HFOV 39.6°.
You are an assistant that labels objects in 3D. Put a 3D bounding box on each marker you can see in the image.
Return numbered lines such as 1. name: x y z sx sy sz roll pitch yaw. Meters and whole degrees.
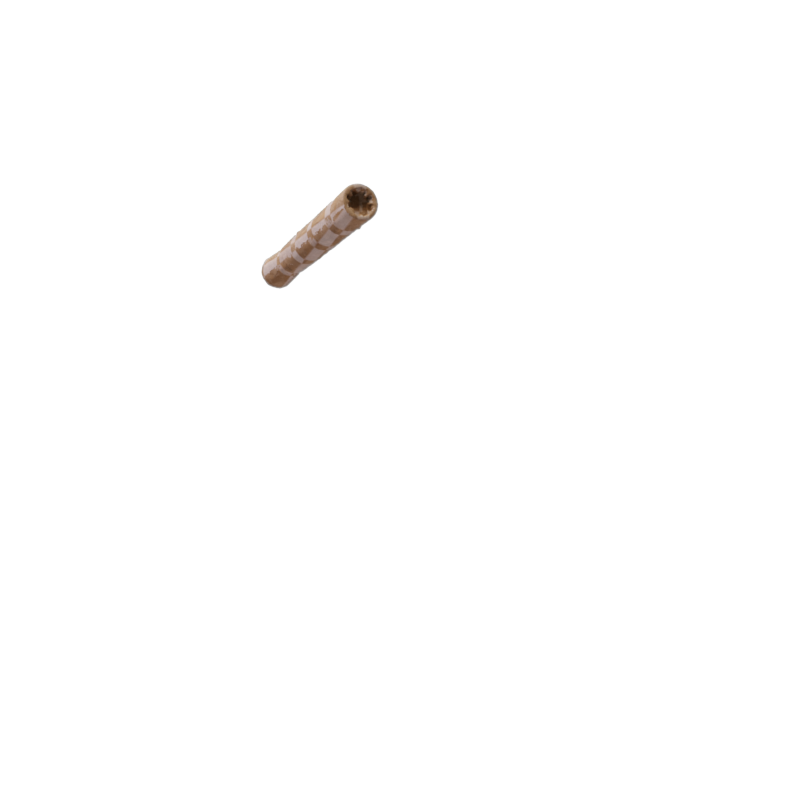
1. marker: -0.045 -0.081 0.570 0.019 0.020 0.120 -1 -10 -26
